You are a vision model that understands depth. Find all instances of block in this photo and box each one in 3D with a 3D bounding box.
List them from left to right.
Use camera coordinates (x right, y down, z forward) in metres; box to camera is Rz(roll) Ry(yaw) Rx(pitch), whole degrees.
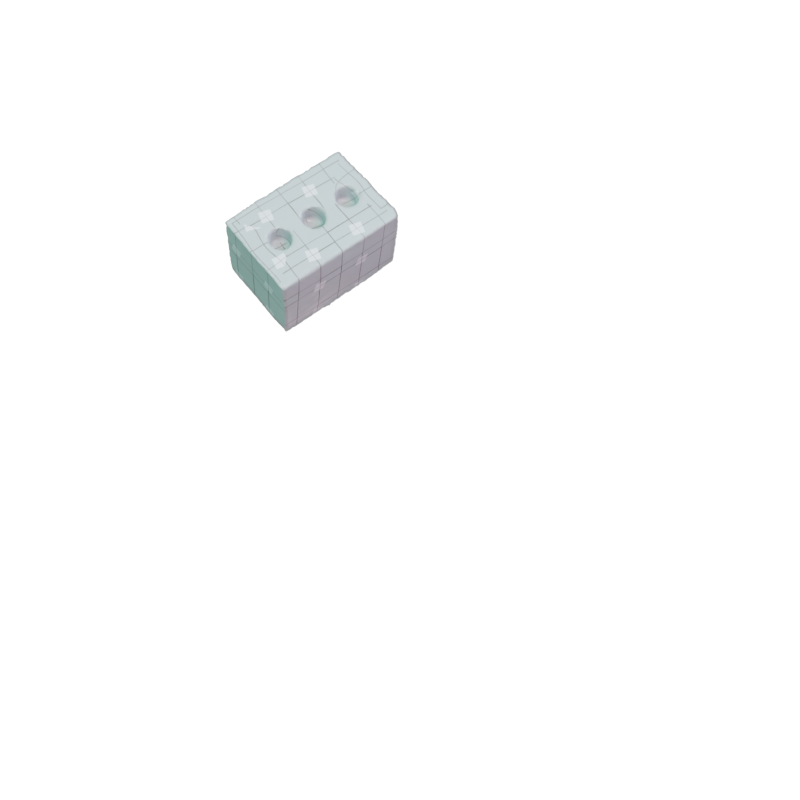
[{"bbox_3d":[-0.047,-0.085,0.598,0.078,0.056,0.048,-36,-21,-18],"label":"block"}]
